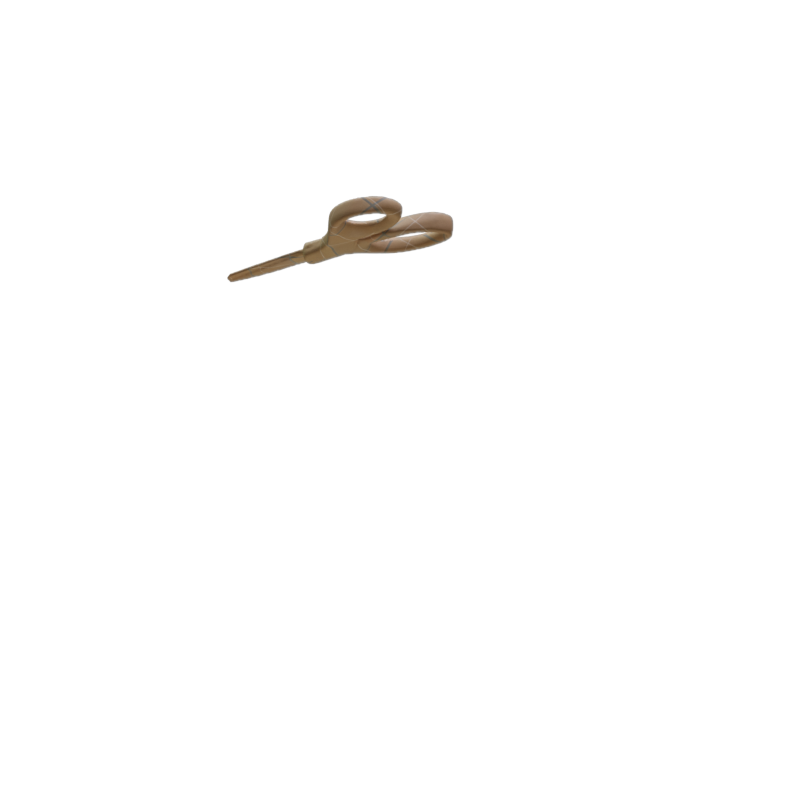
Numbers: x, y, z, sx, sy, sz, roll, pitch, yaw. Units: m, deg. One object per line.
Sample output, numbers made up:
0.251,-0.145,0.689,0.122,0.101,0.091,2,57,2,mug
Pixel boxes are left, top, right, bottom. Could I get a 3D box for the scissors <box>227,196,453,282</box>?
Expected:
-0.063,-0.114,0.799,0.206,0.016,0.090,-6,-15,25,scissors
